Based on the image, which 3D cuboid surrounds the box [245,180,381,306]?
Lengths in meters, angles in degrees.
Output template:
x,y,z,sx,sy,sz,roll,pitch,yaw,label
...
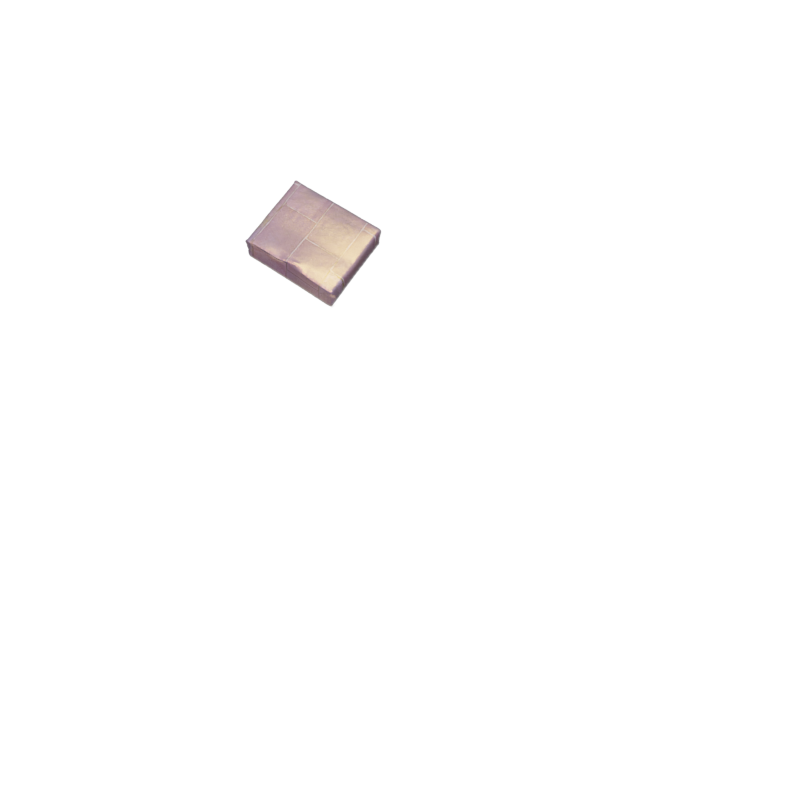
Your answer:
x,y,z,sx,sy,sz,roll,pitch,yaw,label
-0.073,-0.133,0.929,0.092,0.075,0.028,32,-22,14,box
